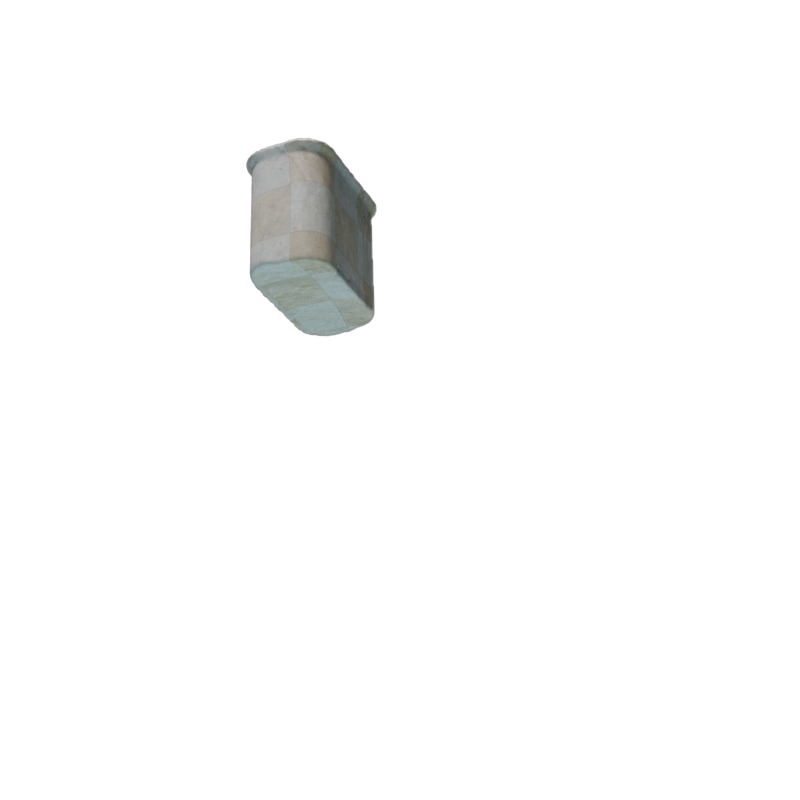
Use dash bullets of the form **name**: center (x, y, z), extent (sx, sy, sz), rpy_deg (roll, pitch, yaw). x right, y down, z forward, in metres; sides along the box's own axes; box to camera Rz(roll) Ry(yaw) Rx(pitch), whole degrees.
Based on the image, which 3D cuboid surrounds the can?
- **can**: center (-0.054, -0.098, 0.686), extent (0.058, 0.089, 0.094), rpy_deg (-13, -30, 20)
